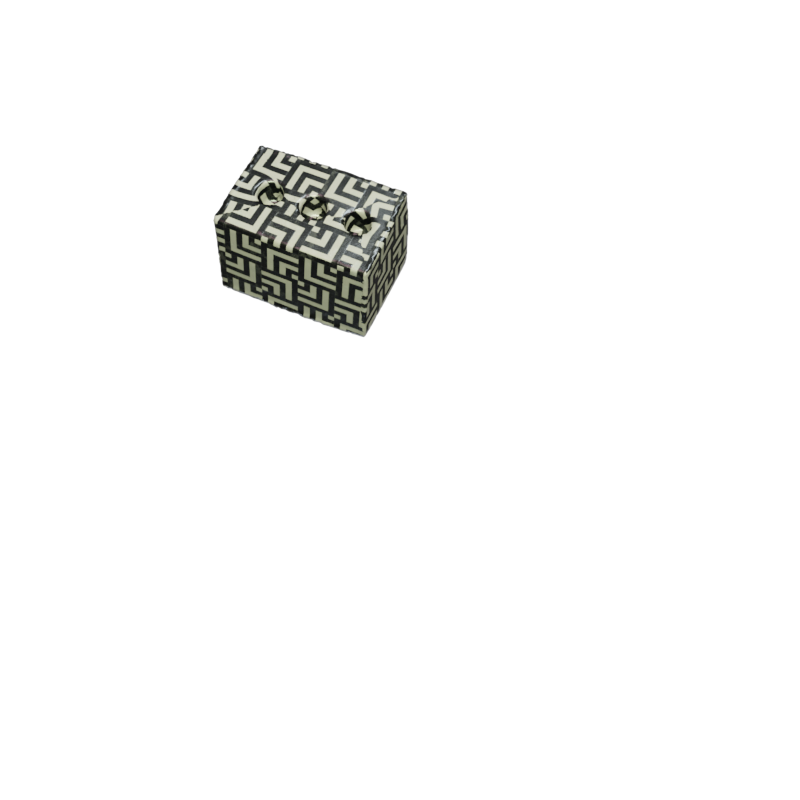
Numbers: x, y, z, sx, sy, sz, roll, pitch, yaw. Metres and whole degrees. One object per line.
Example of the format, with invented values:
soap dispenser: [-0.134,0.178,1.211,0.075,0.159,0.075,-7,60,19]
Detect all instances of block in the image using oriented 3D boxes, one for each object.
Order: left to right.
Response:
block: [-0.041,-0.074,0.521,0.080,0.055,0.048,20,-34,12]
